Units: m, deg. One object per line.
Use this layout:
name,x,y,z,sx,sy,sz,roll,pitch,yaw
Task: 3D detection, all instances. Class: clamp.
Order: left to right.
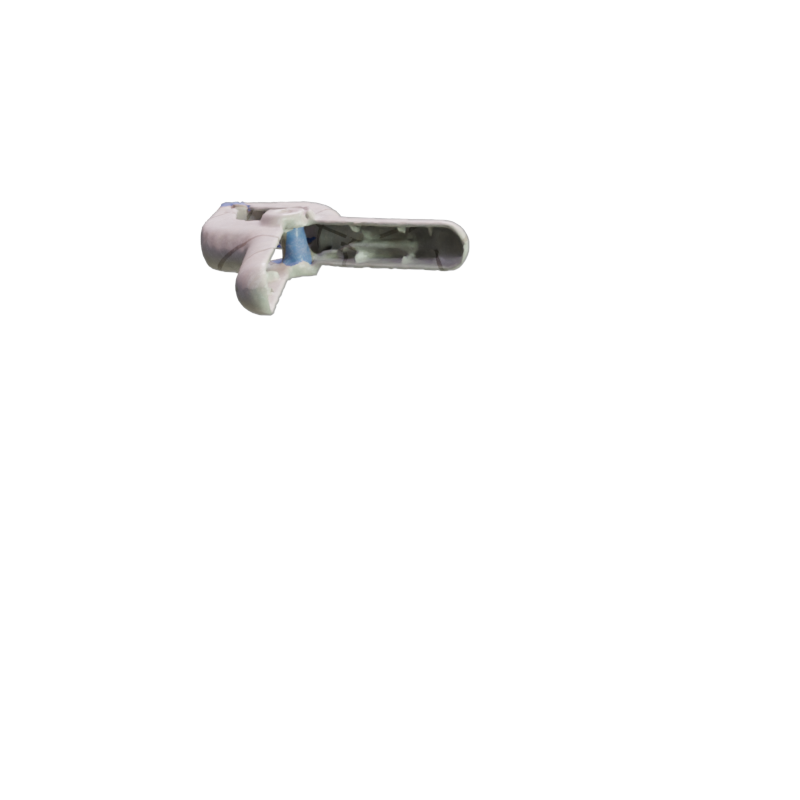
clamp,-0.046,-0.083,0.582,0.118,0.038,0.182,-7,21,-20
